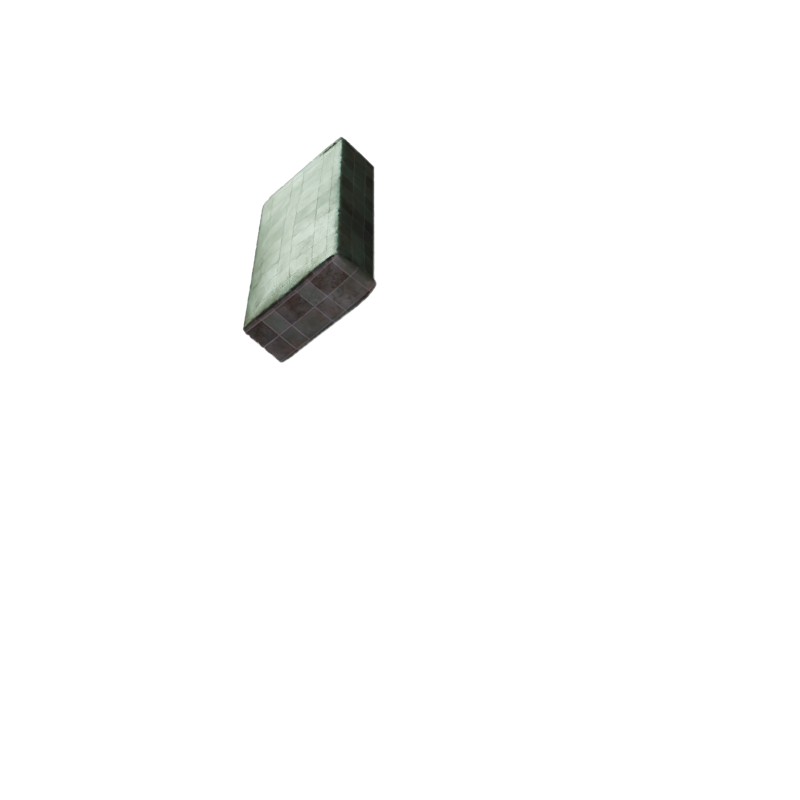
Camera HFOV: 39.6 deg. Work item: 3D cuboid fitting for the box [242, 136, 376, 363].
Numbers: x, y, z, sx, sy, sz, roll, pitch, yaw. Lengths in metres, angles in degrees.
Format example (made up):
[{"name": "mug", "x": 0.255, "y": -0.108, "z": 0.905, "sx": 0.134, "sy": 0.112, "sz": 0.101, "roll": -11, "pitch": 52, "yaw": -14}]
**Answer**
[{"name": "box", "x": -0.064, "y": -0.116, "z": 0.812, "sx": 0.092, "sy": 0.189, "sz": 0.045, "roll": -37, "pitch": -58, "yaw": 22}]
